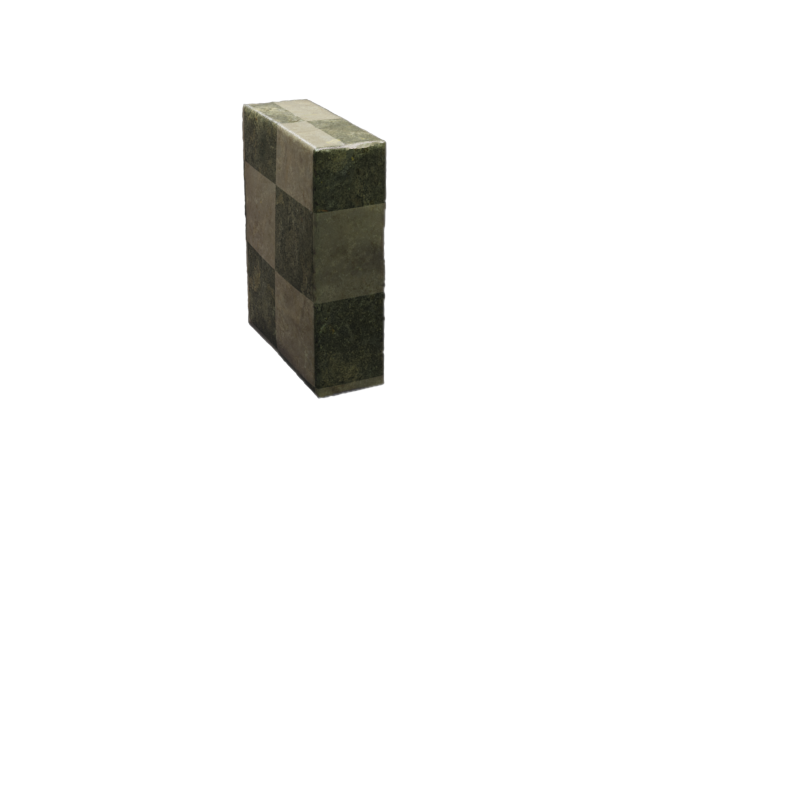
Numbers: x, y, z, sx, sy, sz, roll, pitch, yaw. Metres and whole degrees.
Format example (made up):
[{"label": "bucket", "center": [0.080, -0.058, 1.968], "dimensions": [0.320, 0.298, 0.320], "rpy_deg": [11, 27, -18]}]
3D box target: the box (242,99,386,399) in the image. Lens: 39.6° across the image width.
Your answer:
[{"label": "box", "center": [-0.074, -0.135, 0.945], "dimensions": [0.070, 0.204, 0.176], "rpy_deg": [-9, 26, -24]}]
